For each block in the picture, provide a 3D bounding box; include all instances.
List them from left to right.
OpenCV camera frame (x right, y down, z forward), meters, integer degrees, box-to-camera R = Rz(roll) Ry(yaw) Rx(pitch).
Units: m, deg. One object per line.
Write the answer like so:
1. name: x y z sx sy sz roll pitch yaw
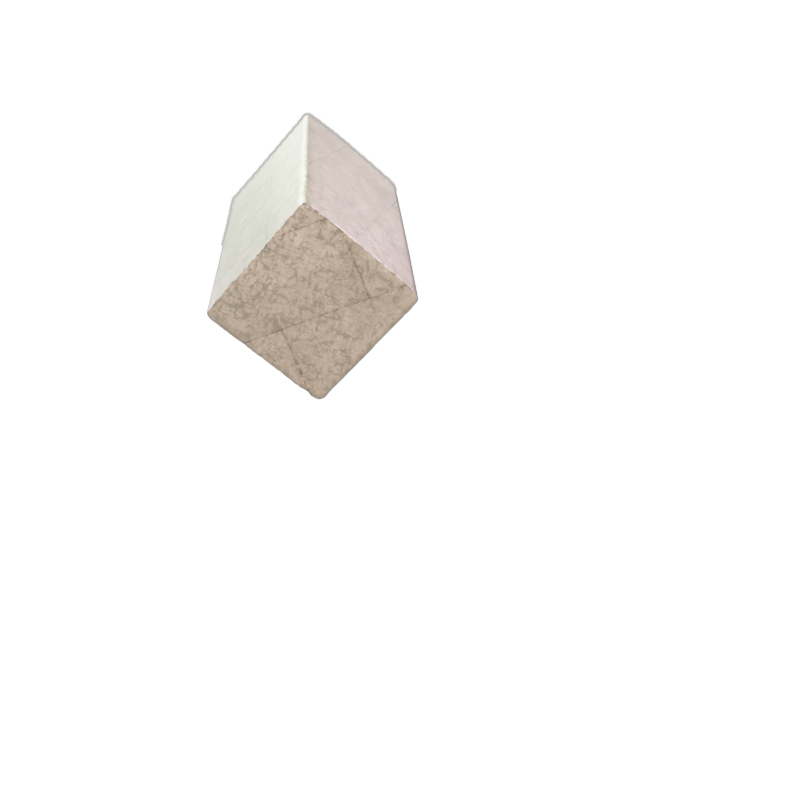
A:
1. block: -0.056 -0.103 0.724 0.087 0.089 0.217 38 18 -20
